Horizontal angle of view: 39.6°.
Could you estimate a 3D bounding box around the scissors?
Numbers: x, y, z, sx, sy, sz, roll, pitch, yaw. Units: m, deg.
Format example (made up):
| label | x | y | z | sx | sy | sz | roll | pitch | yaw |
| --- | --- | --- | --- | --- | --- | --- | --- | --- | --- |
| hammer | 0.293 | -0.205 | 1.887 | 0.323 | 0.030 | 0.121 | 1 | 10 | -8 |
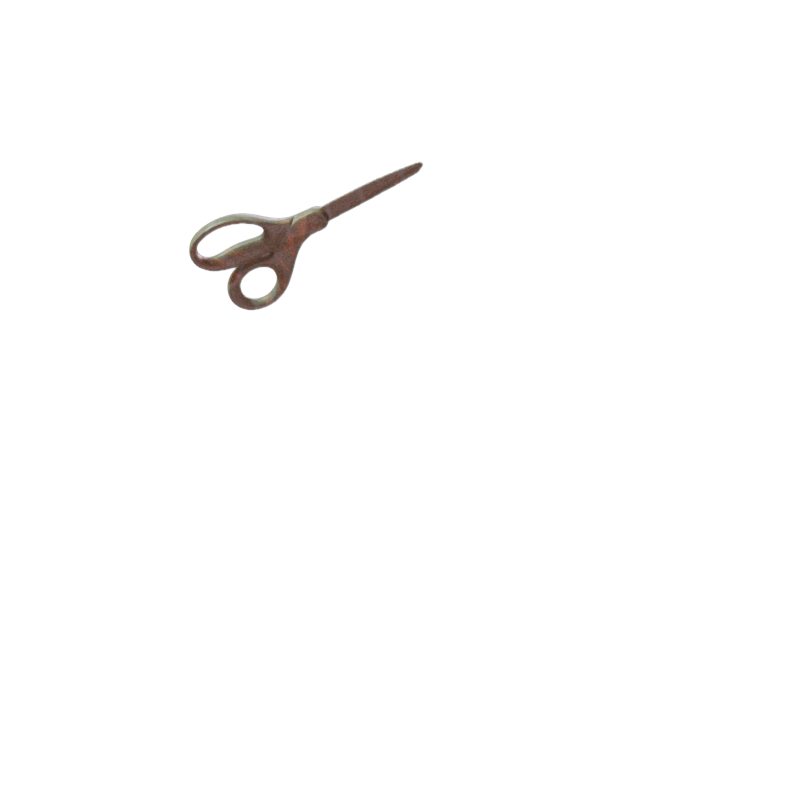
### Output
| label | x | y | z | sx | sy | sz | roll | pitch | yaw |
| --- | --- | --- | --- | --- | --- | --- | --- | --- | --- |
| scissors | -0.071 | -0.129 | 0.904 | 0.203 | 0.090 | 0.017 | -12 | 30 | 7 |
